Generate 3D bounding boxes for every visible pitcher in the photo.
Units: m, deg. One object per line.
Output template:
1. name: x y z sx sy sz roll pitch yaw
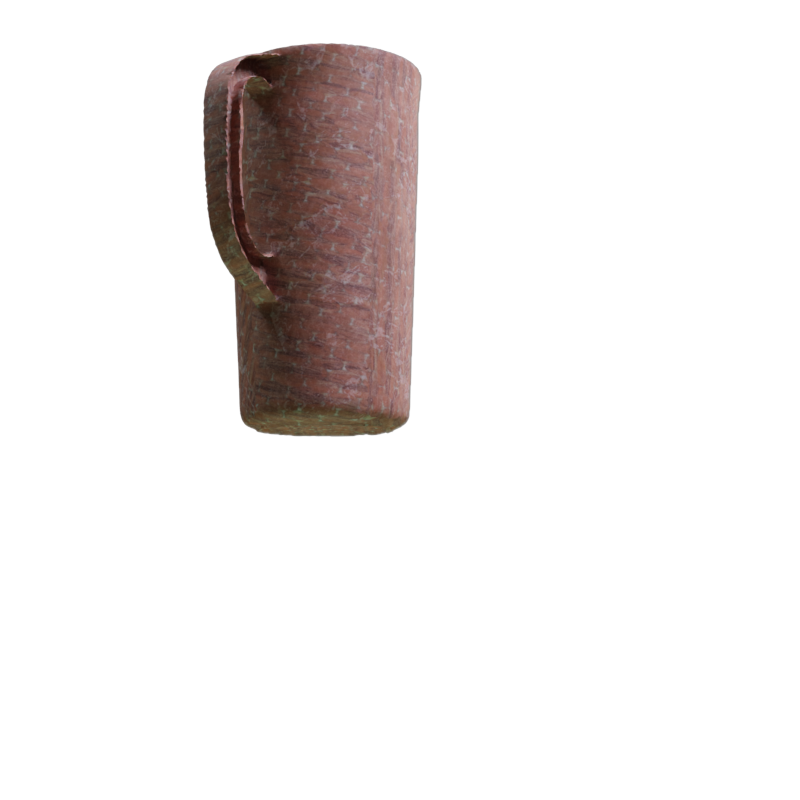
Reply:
1. pitcher: -0.057 -0.103 0.722 0.147 0.251 0.142 1 -12 -9
